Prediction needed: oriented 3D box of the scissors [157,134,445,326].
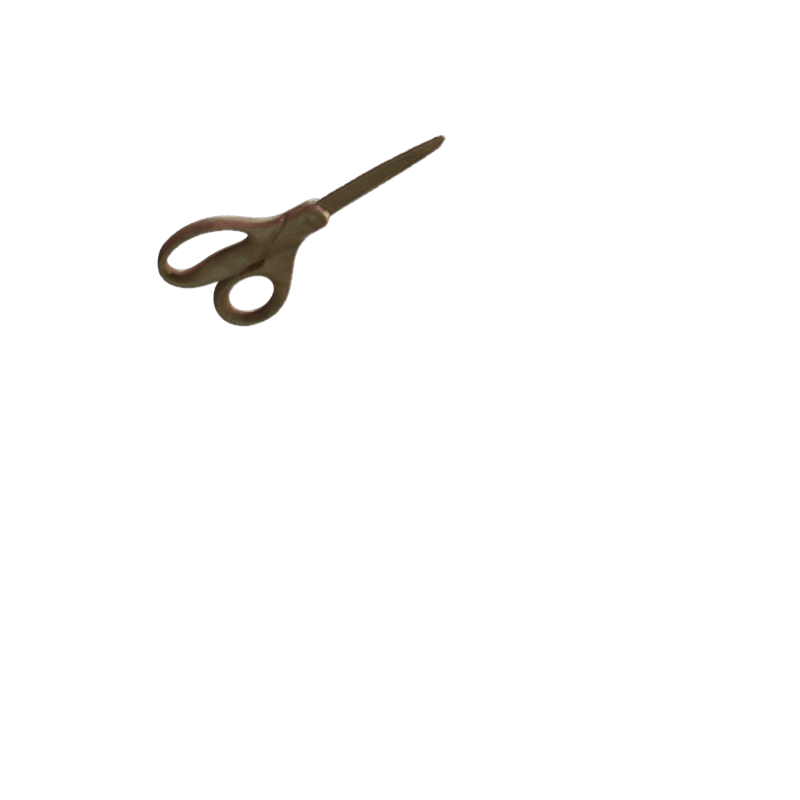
[{"bbox_3d":[-0.055,-0.100,0.701,0.203,0.089,0.017,-15,41,13],"label":"scissors"}]
